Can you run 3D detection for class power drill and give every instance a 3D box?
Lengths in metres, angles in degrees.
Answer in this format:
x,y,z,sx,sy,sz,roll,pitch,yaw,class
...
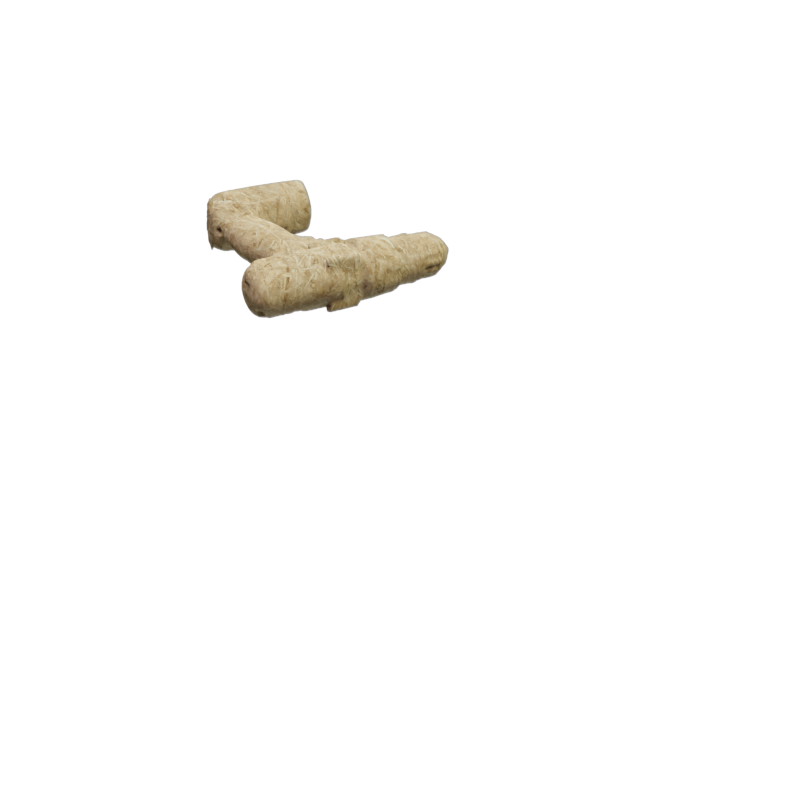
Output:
x,y,z,sx,sy,sz,roll,pitch,yaw,class
-0.076,-0.139,0.973,0.181,0.054,0.201,-14,31,-25,power drill
